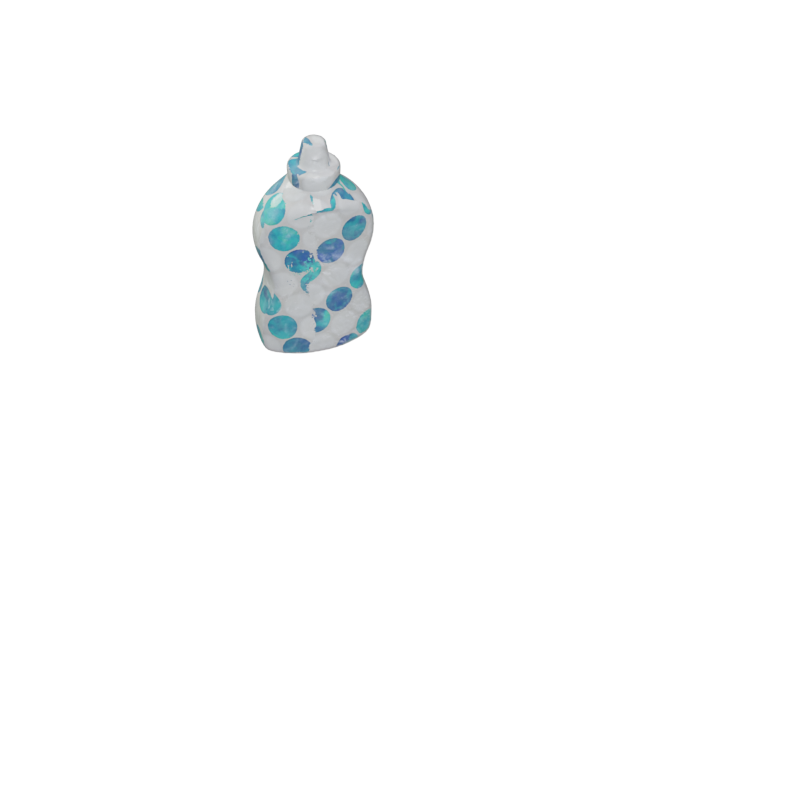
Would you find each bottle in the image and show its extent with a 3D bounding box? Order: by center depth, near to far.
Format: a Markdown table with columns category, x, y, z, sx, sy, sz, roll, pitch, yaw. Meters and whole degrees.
| category | x | y | z | sx | sy | sz | roll | pitch | yaw |
| --- | --- | --- | --- | --- | --- | --- | --- | --- | --- |
| bottle | -0.069 | -0.126 | 0.886 | 0.095 | 0.179 | 0.063 | -9 | 41 | -13 |
